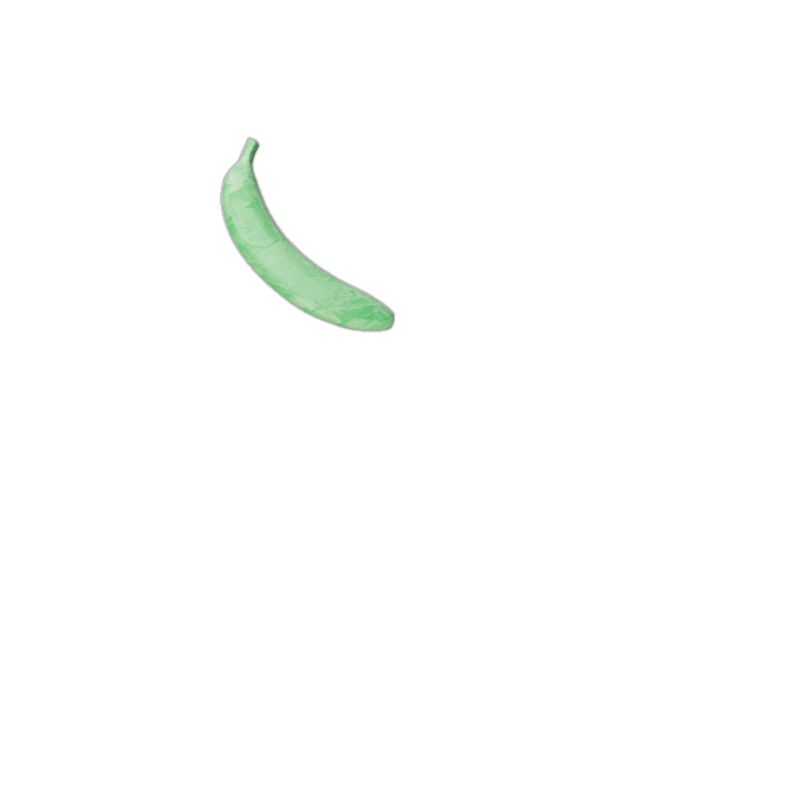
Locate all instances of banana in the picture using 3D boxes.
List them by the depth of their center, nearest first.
[{"bbox_3d":[-0.088,-0.122,0.912,0.070,0.200,0.036,-38,-4,-3],"label":"banana"}]
